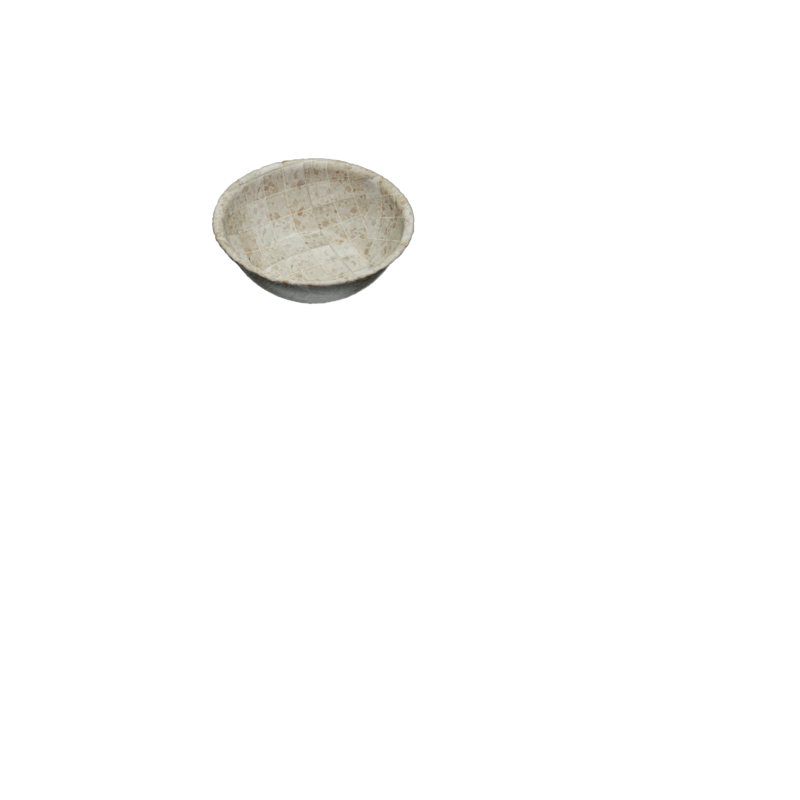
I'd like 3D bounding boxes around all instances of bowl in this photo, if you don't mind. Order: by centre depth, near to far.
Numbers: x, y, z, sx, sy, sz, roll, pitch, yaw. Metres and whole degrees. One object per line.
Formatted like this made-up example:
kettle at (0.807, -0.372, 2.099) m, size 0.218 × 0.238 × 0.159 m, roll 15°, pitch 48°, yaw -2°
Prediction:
bowl at (-0.071, -0.129, 0.903) m, size 0.162 × 0.051 × 0.174 m, roll -1°, pitch 45°, yaw -1°
